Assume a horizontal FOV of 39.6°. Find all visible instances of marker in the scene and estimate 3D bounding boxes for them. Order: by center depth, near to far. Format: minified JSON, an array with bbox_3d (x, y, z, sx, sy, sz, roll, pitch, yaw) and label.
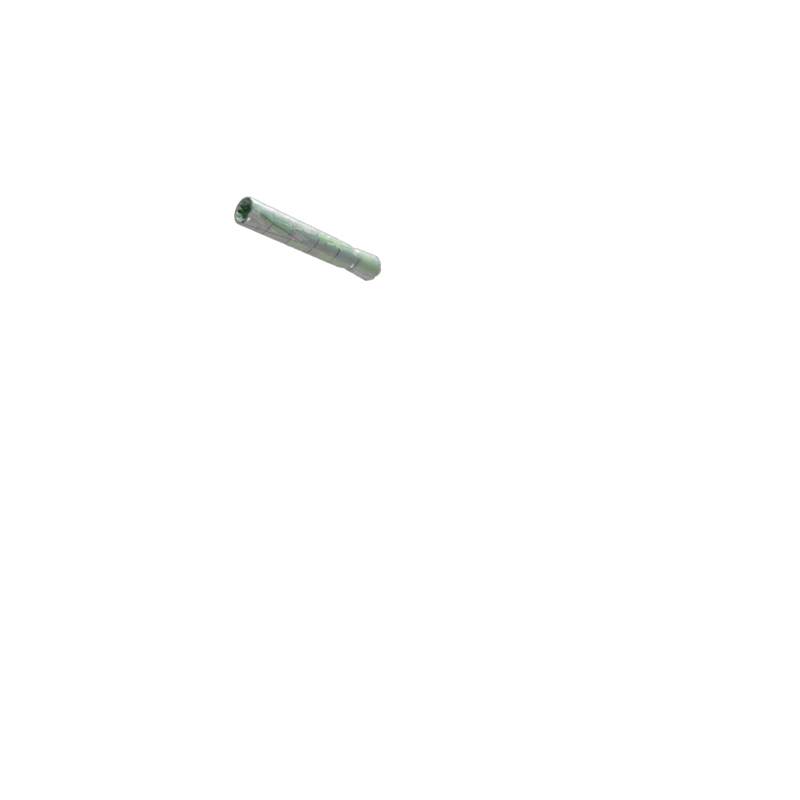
[{"bbox_3d":[-0.057,-0.103,0.725,0.114,0.020,0.021,20,-10,-40],"label":"marker"}]
